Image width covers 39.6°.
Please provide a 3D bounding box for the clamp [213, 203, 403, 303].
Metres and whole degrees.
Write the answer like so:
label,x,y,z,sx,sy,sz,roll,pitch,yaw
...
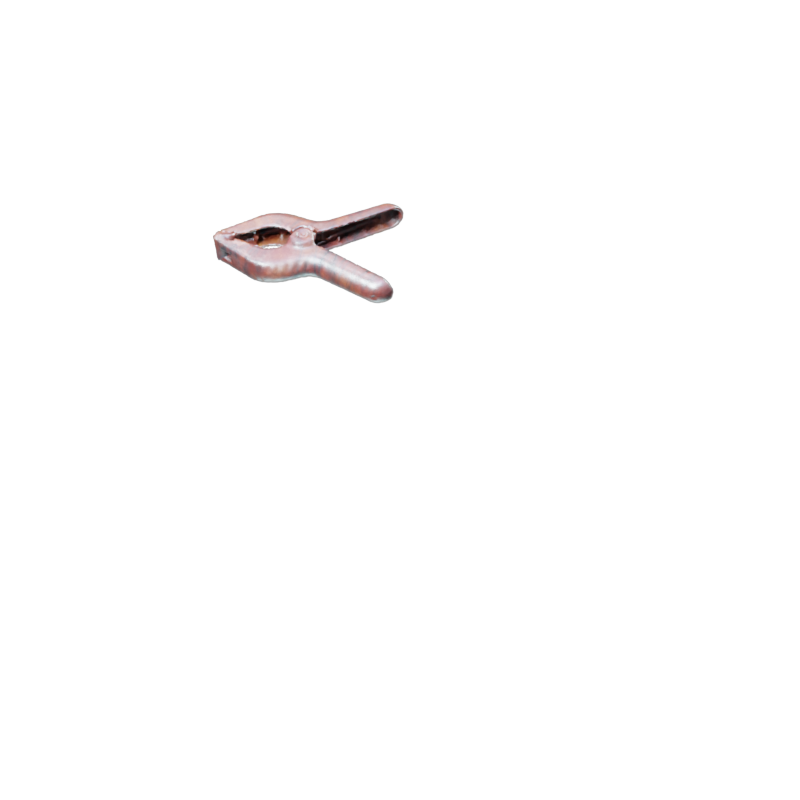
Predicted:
label,x,y,z,sx,sy,sz,roll,pitch,yaw
clamp,-0.078,-0.142,0.994,0.175,0.037,0.126,10,41,12
